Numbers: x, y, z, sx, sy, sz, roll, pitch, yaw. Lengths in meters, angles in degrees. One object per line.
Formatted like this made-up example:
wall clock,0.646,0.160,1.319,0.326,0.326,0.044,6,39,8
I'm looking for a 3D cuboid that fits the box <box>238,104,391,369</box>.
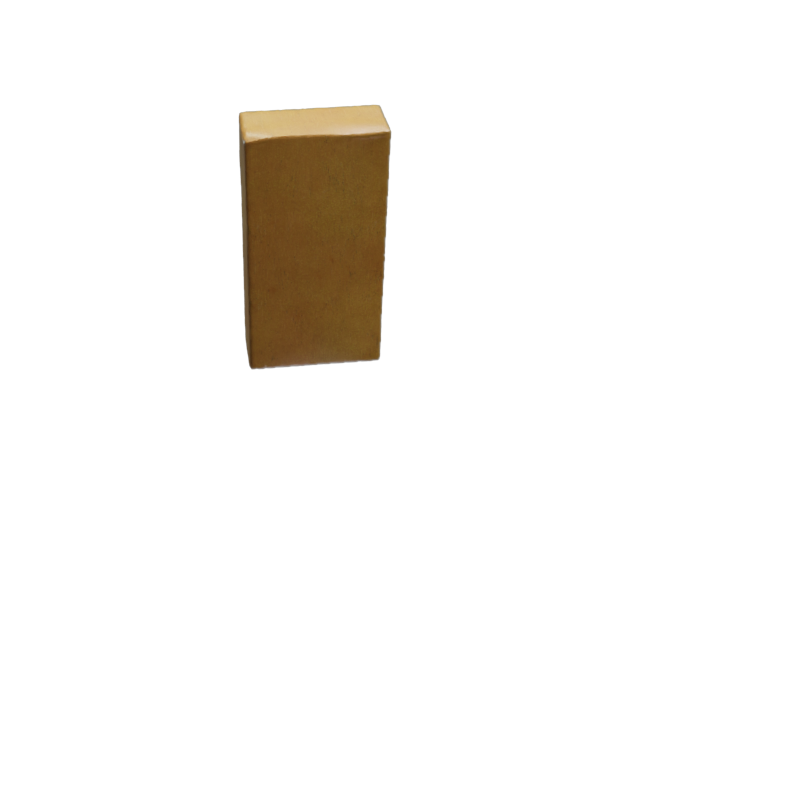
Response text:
box,-0.057,-0.103,0.725,0.092,0.165,0.052,-4,38,-8
